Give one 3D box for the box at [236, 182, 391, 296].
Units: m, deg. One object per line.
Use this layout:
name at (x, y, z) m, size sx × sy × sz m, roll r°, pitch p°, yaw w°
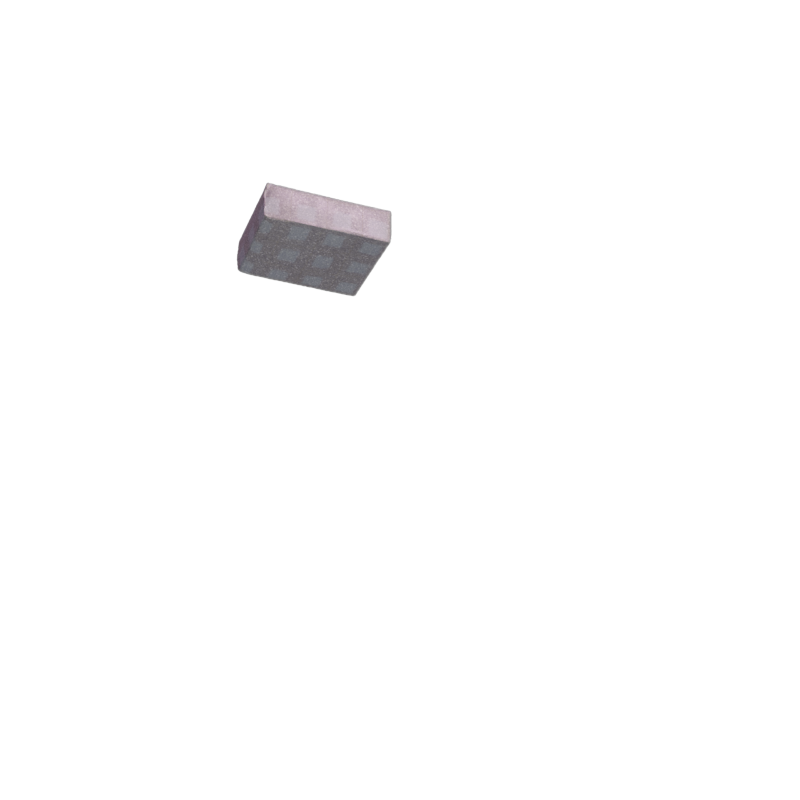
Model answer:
box at (-0.074, -0.135, 0.945) m, size 0.110 × 0.041 × 0.086 m, roll 10°, pitch -33°, yaw -17°
